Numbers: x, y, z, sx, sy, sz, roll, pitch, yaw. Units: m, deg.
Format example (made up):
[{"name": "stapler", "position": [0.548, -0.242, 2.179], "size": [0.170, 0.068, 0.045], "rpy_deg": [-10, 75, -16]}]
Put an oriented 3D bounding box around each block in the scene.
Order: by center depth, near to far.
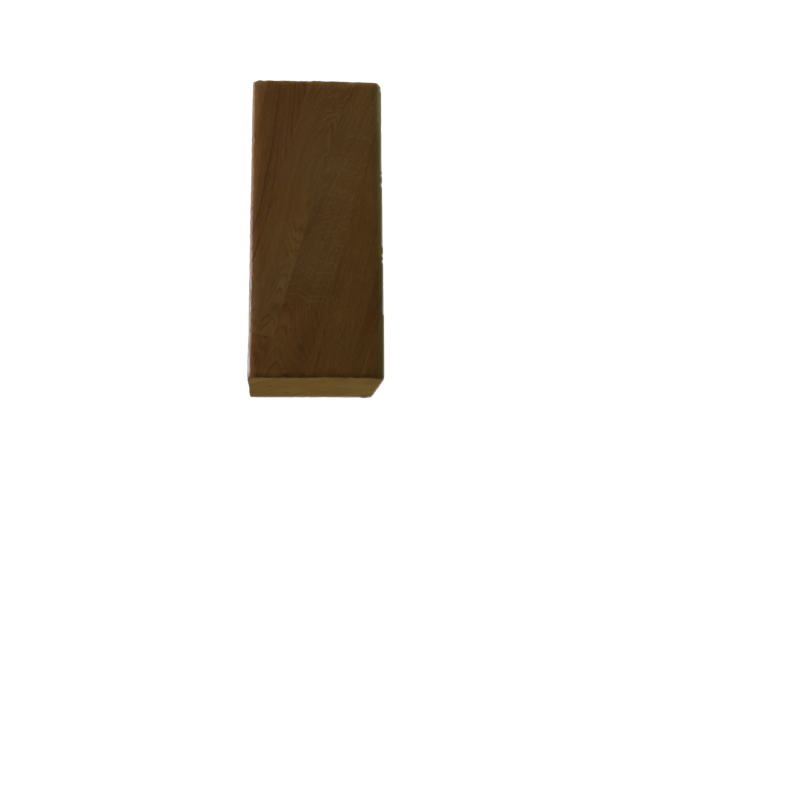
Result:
[{"name": "block", "position": [-0.060, -0.111, 0.777], "size": [0.090, 0.214, 0.088], "rpy_deg": [0, -14, -5]}]
